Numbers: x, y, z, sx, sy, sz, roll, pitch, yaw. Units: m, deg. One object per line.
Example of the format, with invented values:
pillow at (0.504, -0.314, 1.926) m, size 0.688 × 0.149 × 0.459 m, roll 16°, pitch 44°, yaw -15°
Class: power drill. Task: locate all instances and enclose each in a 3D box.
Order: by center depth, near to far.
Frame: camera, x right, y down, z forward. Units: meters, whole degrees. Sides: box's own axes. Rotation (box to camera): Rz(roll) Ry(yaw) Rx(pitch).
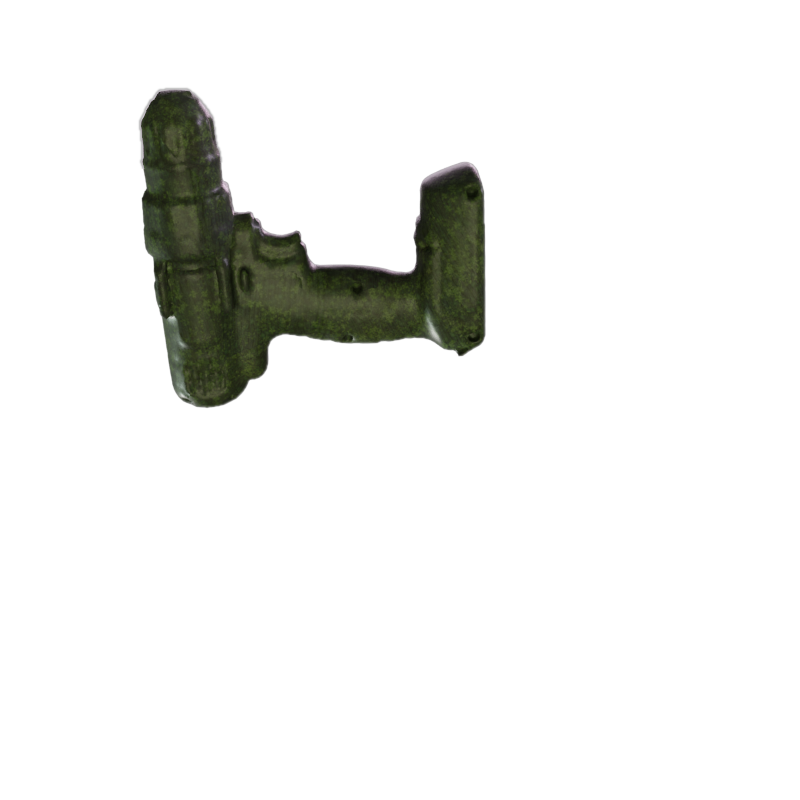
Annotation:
power drill at (-0.049, -0.089, 0.621) m, size 0.188 × 0.175 × 0.060 m, roll -4°, pitch 23°, yaw 1°
